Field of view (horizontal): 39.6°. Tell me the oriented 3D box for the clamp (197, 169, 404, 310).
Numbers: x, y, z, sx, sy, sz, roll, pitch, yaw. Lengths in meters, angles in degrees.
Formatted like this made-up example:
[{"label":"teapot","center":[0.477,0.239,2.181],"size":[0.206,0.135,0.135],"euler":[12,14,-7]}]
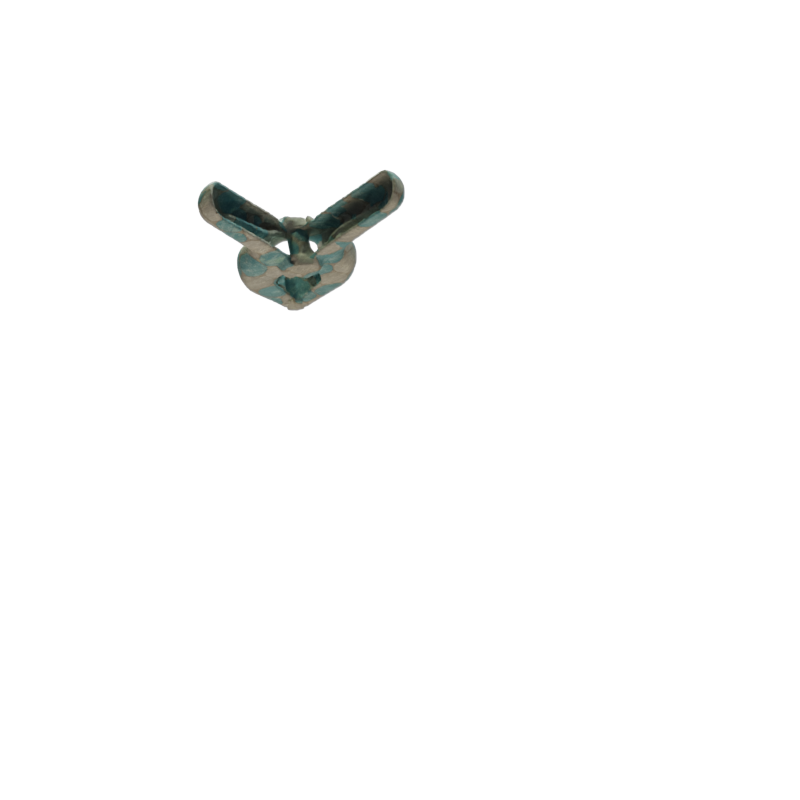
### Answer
[{"label":"clamp","center":[-0.056,-0.101,0.709],"size":[0.121,0.041,0.164],"euler":[-1,-14,3]}]
